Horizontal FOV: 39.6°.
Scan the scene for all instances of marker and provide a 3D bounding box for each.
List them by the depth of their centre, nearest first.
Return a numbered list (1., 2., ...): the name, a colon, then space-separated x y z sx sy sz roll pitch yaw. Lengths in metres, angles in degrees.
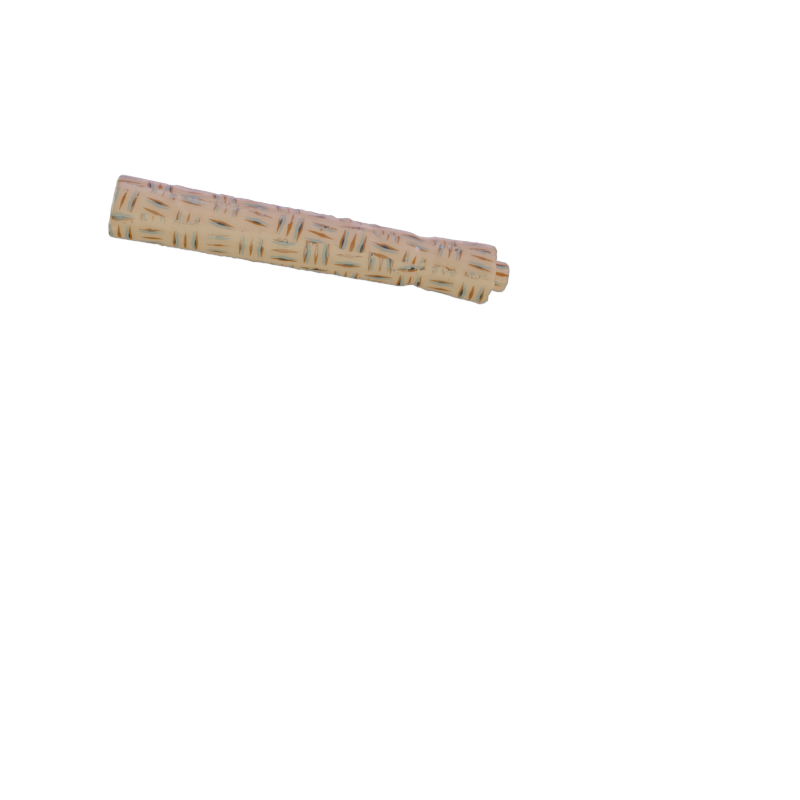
1. marker: -0.026 -0.048 0.334 0.119 0.020 0.020 10 3 -6
